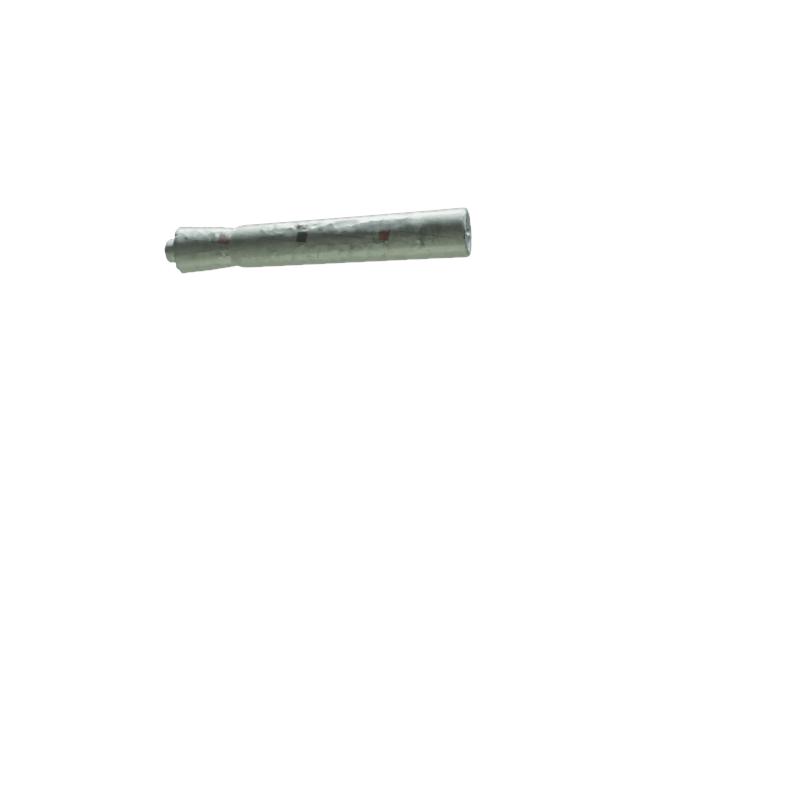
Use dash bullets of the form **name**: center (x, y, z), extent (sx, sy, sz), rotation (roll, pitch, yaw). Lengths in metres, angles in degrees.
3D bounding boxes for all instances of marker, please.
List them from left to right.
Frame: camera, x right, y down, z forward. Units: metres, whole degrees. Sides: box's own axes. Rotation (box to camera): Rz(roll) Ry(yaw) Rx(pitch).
- **marker**: center (-0.034, -0.062, 0.431), extent (0.123, 0.020, 0.019), rotation (-2, 4, 15)
